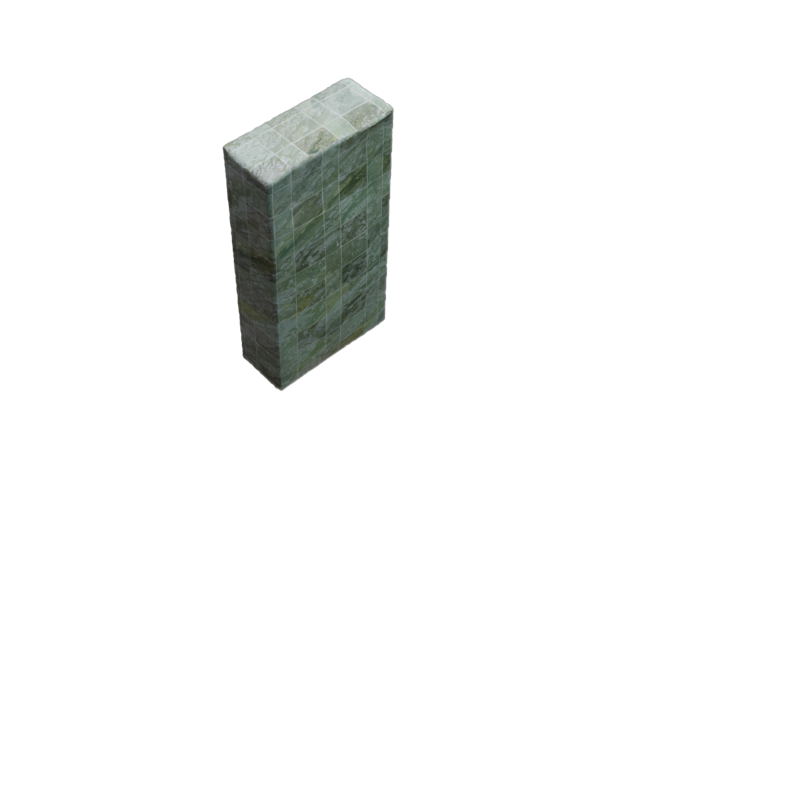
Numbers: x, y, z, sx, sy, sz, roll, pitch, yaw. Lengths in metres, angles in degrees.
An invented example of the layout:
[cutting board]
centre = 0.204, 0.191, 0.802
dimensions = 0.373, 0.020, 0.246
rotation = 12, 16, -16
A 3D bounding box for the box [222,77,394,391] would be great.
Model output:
[box]
centre = -0.051, -0.093, 0.651
dimensions = 0.094, 0.164, 0.051
rotation = -36, 62, -27
